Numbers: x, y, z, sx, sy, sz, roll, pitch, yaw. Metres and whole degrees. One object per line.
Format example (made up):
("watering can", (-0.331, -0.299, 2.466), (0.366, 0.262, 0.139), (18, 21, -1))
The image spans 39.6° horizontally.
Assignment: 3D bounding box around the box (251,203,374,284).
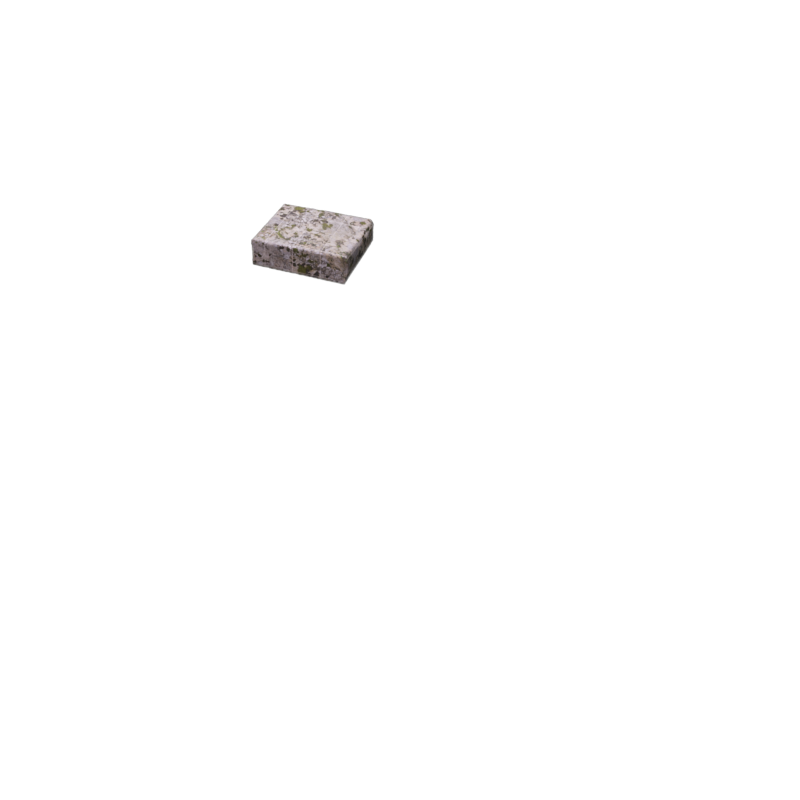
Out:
("box", (-0.076, -0.139, 0.977), (0.092, 0.028, 0.076), (12, 37, 16))
